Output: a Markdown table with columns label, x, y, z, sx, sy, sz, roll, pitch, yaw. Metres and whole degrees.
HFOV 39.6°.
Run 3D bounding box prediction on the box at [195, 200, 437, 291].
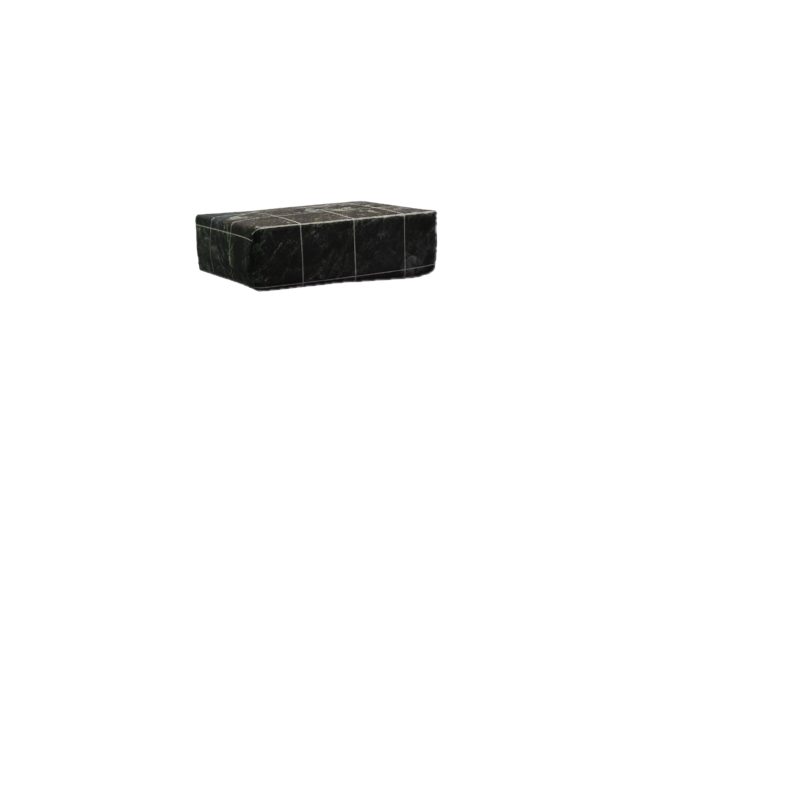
| label | x | y | z | sx | sy | sz | roll | pitch | yaw |
| --- | --- | --- | --- | --- | --- | --- | --- | --- | --- |
| box | -0.049 | -0.089 | 0.627 | 0.110 | 0.038 | 0.095 | -7 | 16 | -27 |
